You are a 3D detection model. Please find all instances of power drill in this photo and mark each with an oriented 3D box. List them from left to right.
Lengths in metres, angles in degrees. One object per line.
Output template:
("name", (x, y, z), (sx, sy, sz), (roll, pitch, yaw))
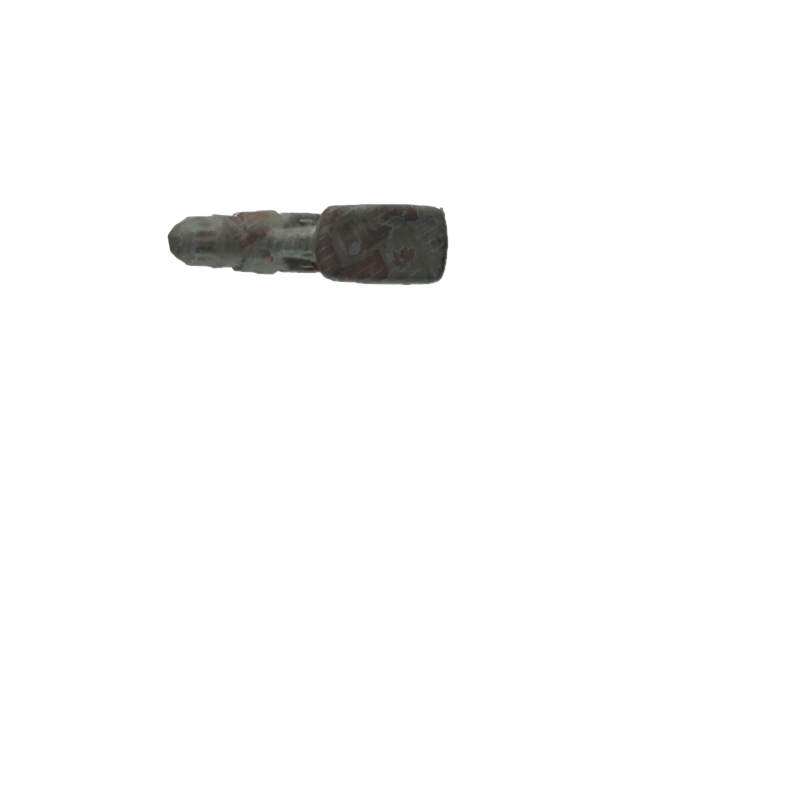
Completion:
("power drill", (-0.066, -0.121, 0.844), (0.179, 0.057, 0.196), (-5, 10, -27))
